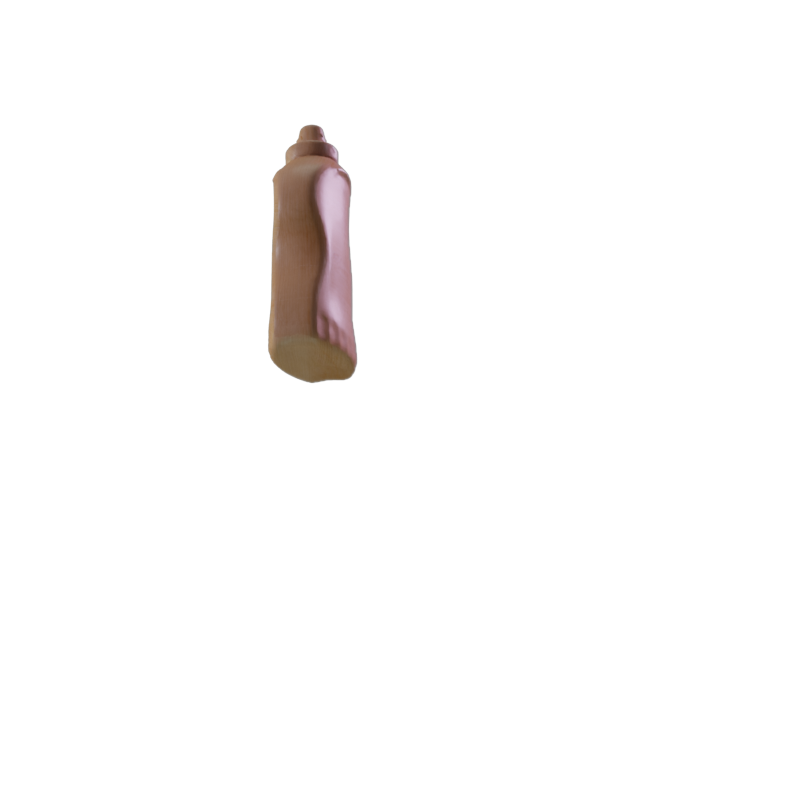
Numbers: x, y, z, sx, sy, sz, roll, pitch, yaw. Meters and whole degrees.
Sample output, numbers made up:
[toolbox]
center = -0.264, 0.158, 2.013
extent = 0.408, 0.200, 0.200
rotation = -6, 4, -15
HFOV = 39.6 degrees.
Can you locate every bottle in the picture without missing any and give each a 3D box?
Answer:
[bottle]
center = -0.064, -0.117, 0.817
extent = 0.059, 0.202, 0.090
rotation = -8, -24, 14
